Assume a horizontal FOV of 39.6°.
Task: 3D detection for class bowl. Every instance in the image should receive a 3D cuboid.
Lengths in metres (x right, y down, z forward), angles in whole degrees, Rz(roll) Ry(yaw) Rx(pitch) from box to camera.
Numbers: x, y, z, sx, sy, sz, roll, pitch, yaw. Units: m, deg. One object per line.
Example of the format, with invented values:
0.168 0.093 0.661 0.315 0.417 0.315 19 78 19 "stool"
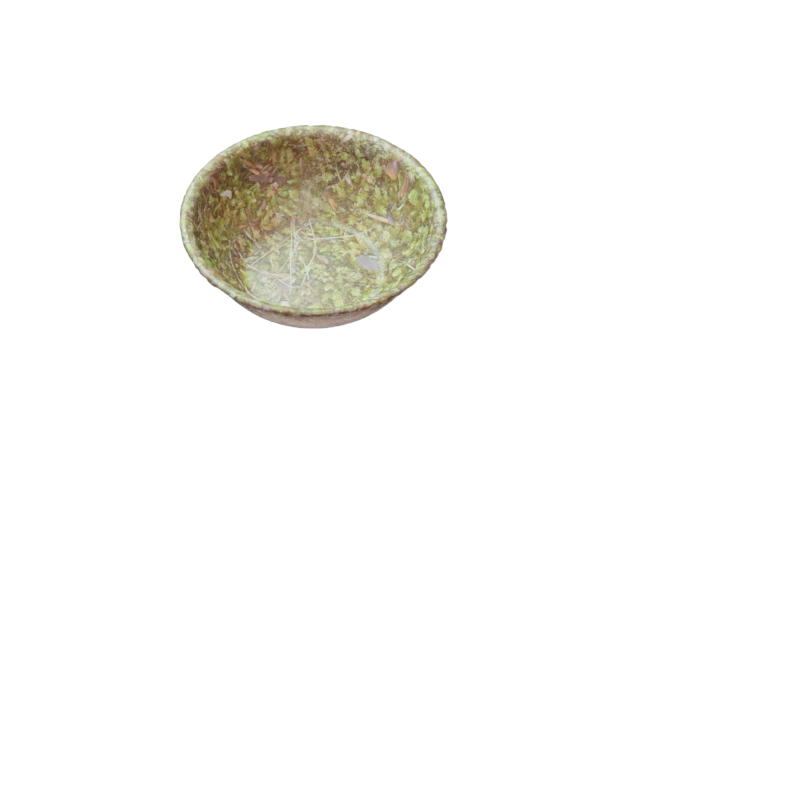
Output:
-0.054 -0.098 0.688 0.162 0.174 0.051 -1 -40 -1 "bowl"
